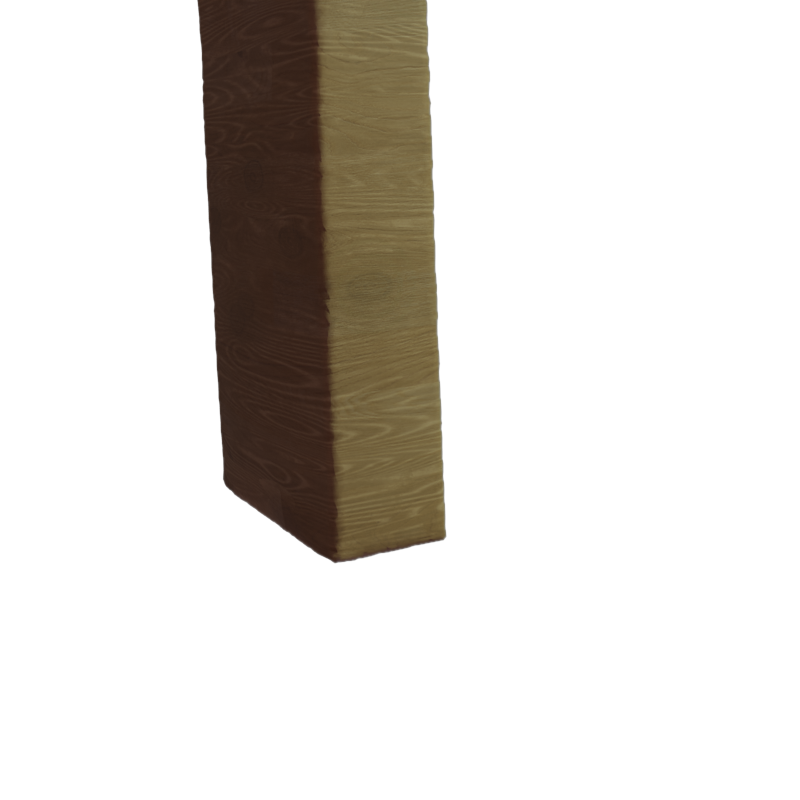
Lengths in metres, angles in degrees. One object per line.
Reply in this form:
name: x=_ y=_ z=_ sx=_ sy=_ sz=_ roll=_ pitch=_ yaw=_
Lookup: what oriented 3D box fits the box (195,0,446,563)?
box: x=-0.027 y=-0.050 z=0.354 sx=0.047 sy=0.174 sz=0.097 roll=-2 pitch=6 yaw=-29
